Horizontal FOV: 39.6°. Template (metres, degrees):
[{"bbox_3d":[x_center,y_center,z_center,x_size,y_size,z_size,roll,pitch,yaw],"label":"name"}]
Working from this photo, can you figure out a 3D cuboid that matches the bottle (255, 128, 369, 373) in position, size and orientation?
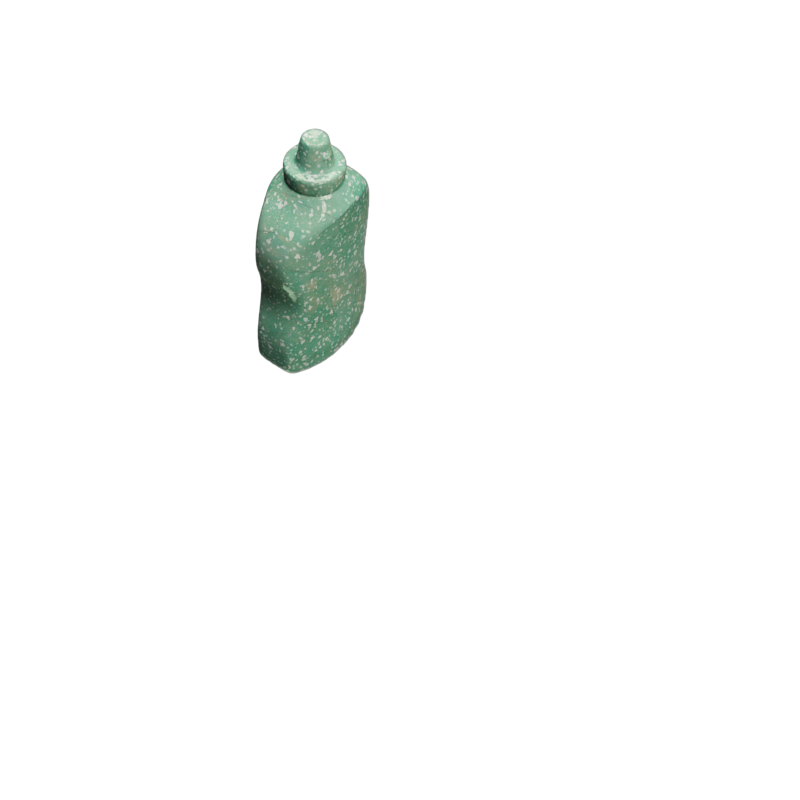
[{"bbox_3d":[-0.059,-0.109,0.762,0.061,0.179,0.098,32,56,20],"label":"bottle"}]
